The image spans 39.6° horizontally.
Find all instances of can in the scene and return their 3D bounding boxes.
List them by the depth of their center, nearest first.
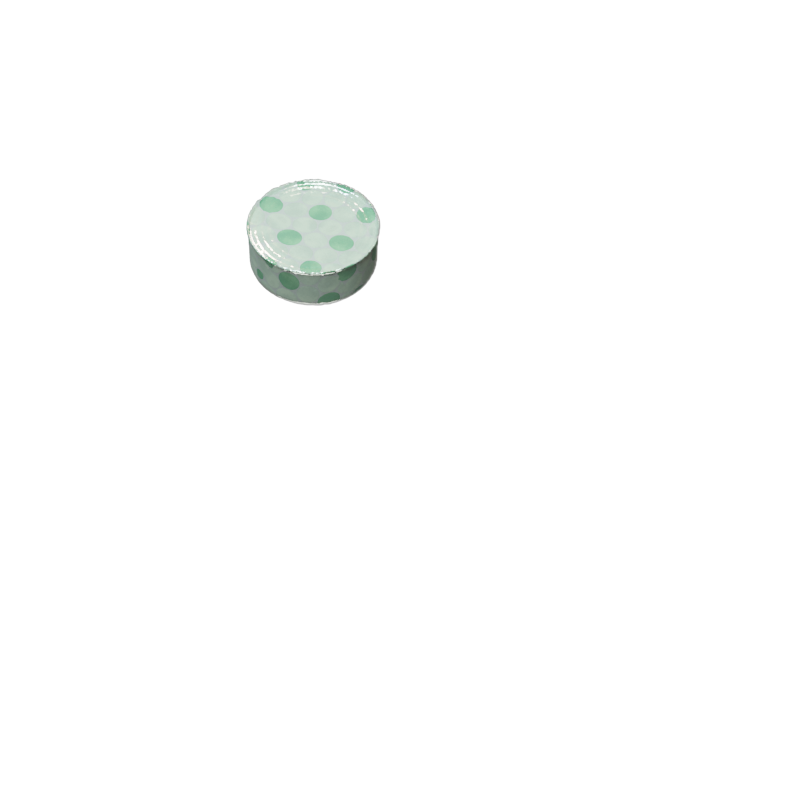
[{"bbox_3d":[-0.057,-0.103,0.722,0.086,0.092,0.031,-1,-41,-1],"label":"can"}]
